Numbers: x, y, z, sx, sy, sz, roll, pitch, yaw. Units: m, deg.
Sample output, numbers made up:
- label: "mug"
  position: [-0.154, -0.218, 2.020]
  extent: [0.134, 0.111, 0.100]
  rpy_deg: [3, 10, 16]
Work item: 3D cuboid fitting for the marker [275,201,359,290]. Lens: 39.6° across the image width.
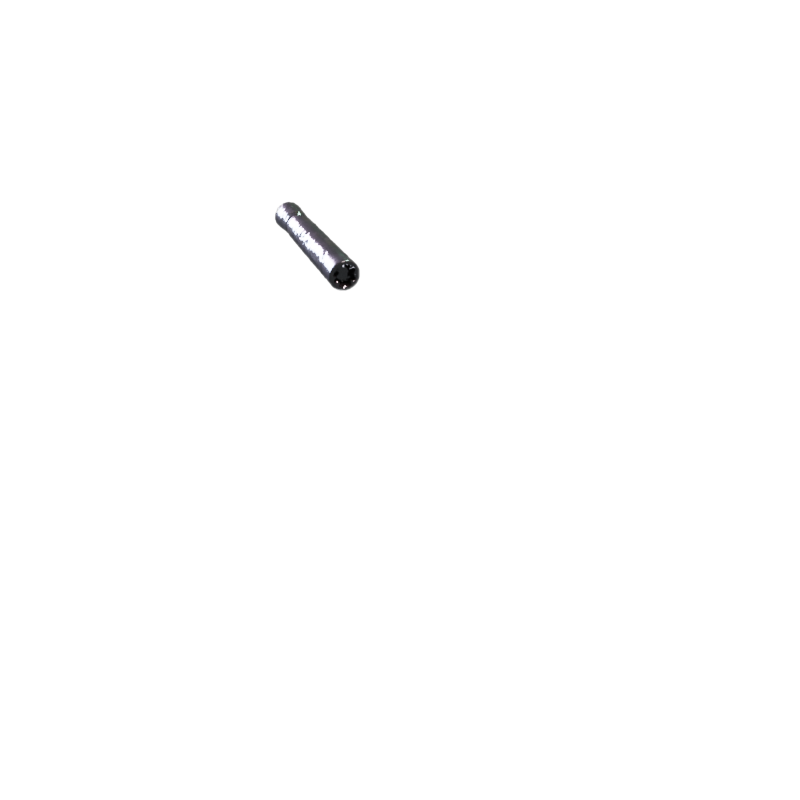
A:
- label: "marker"
  position: [-0.054, -0.098, 0.689]
  extent: [0.019, 0.019, 0.129]
  rpy_deg: [-2, 26, -22]
